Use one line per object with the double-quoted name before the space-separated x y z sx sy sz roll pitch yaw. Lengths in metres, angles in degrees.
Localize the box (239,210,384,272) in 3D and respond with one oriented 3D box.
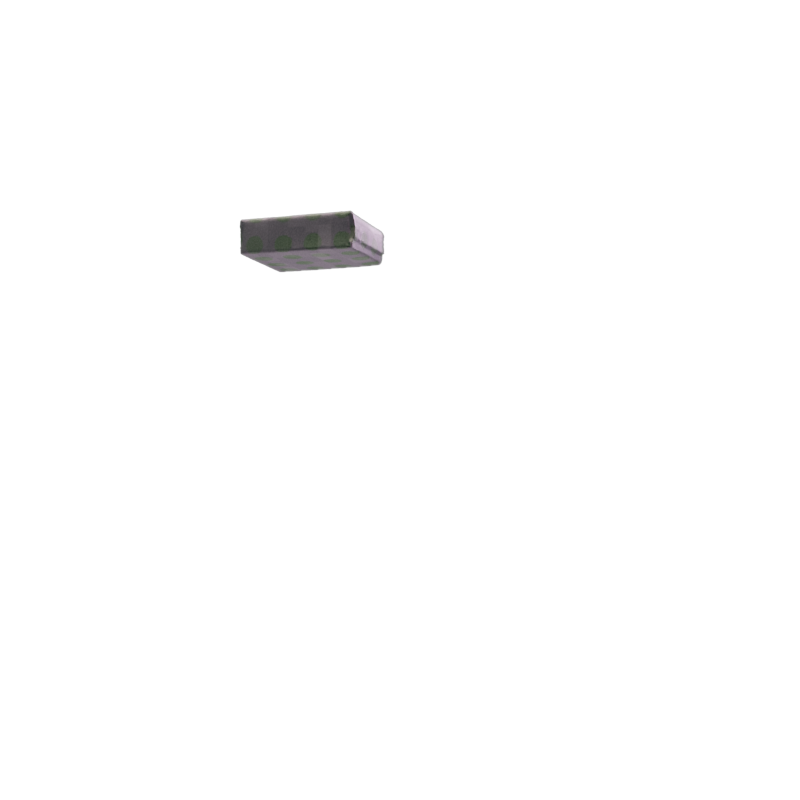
"box" -0.065 -0.118 0.828 0.091 0.031 0.070 -2 -6 20
